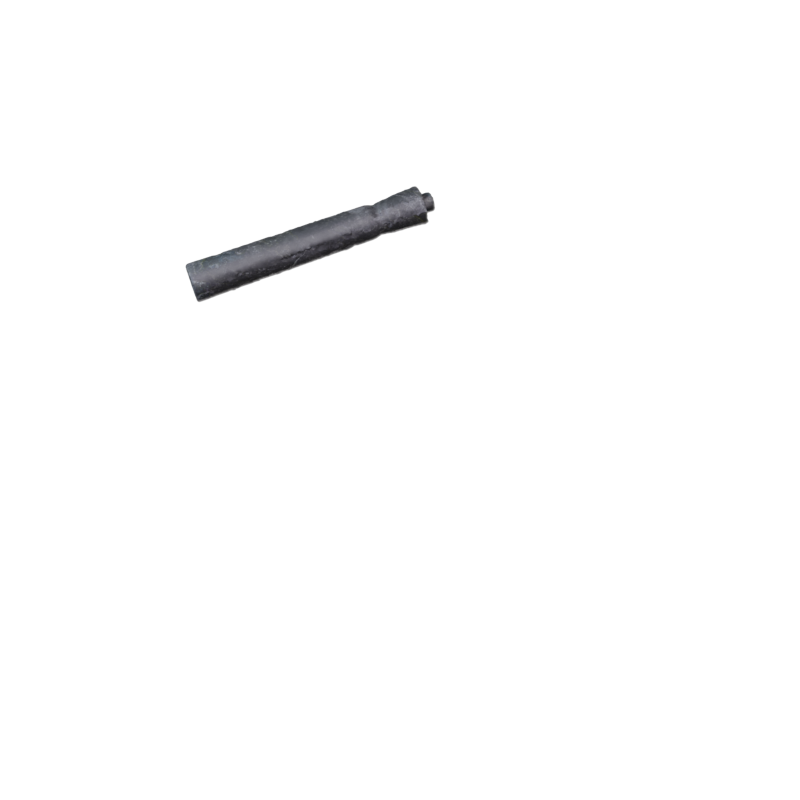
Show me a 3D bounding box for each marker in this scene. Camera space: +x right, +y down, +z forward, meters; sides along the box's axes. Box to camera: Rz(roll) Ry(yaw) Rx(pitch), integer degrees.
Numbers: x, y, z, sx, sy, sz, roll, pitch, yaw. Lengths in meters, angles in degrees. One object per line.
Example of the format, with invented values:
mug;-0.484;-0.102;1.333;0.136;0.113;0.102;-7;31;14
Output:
marker;-0.041;-0.075;0.522;0.120;0.019;0.020;-20;7;-7
